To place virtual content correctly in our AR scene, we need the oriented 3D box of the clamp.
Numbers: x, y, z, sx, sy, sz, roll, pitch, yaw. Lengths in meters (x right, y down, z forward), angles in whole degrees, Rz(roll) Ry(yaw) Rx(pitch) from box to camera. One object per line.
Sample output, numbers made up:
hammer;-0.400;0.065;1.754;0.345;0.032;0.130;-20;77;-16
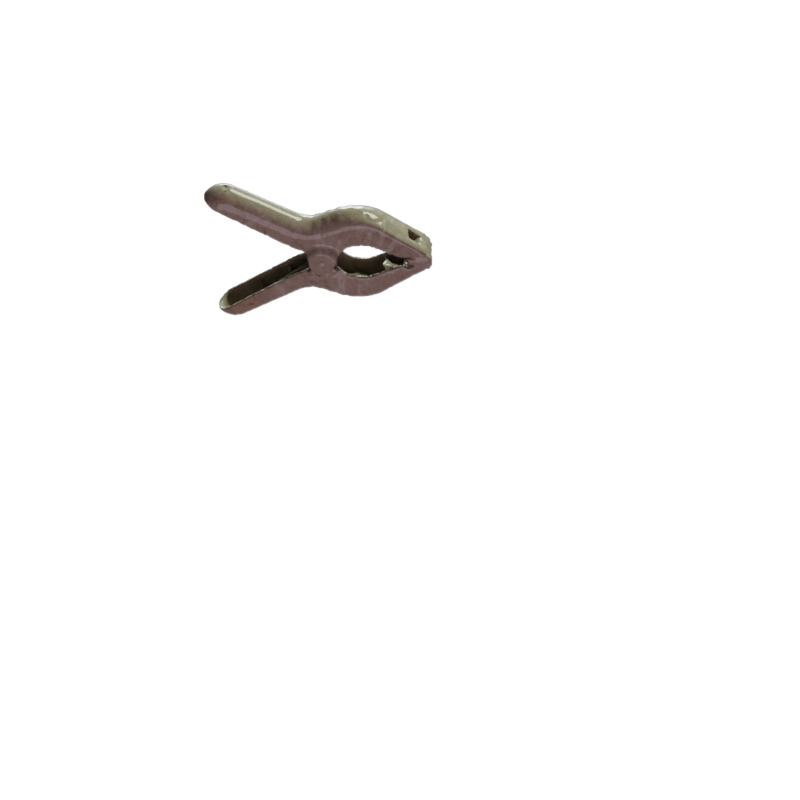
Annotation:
clamp;-0.064;-0.118;0.824;0.173;0.042;0.111;-7;-41;8
